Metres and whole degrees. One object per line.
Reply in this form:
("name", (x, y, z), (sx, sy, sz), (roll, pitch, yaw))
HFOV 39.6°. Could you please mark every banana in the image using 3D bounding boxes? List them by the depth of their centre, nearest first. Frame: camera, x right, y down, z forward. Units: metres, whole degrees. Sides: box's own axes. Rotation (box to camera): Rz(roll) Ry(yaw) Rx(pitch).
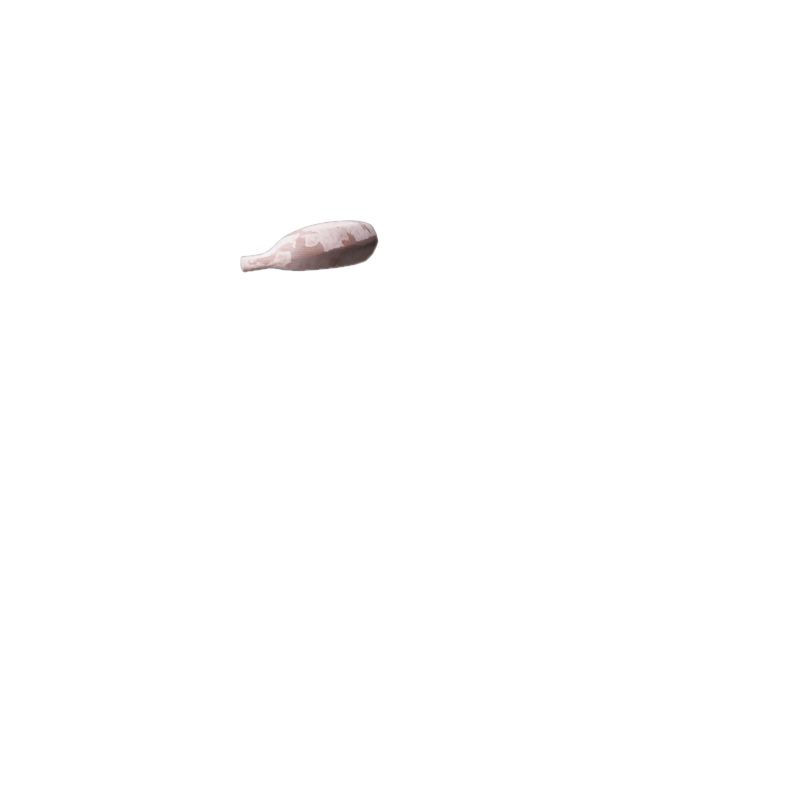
("banana", (-0.056, -0.128, 0.902), (0.072, 0.036, 0.195), (4, 12, 21))
